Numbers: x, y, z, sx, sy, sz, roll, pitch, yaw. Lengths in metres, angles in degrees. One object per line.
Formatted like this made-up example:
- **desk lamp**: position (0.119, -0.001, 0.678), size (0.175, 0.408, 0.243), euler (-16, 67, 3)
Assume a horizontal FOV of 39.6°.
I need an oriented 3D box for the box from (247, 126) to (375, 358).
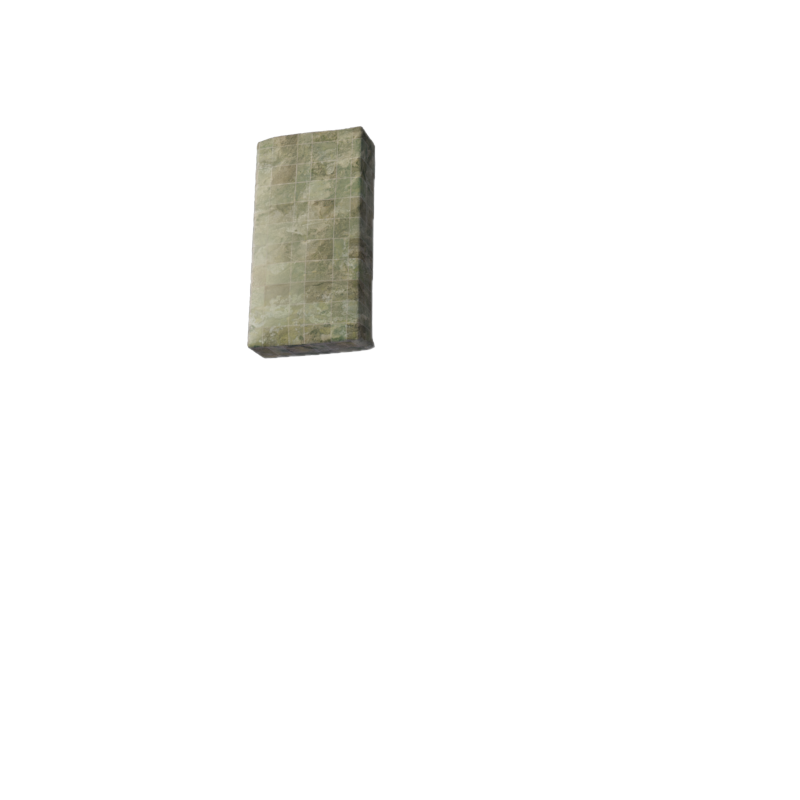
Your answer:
- **box**: position (-0.069, -0.125, 0.874), size (0.095, 0.184, 0.045), euler (-6, -18, 17)
